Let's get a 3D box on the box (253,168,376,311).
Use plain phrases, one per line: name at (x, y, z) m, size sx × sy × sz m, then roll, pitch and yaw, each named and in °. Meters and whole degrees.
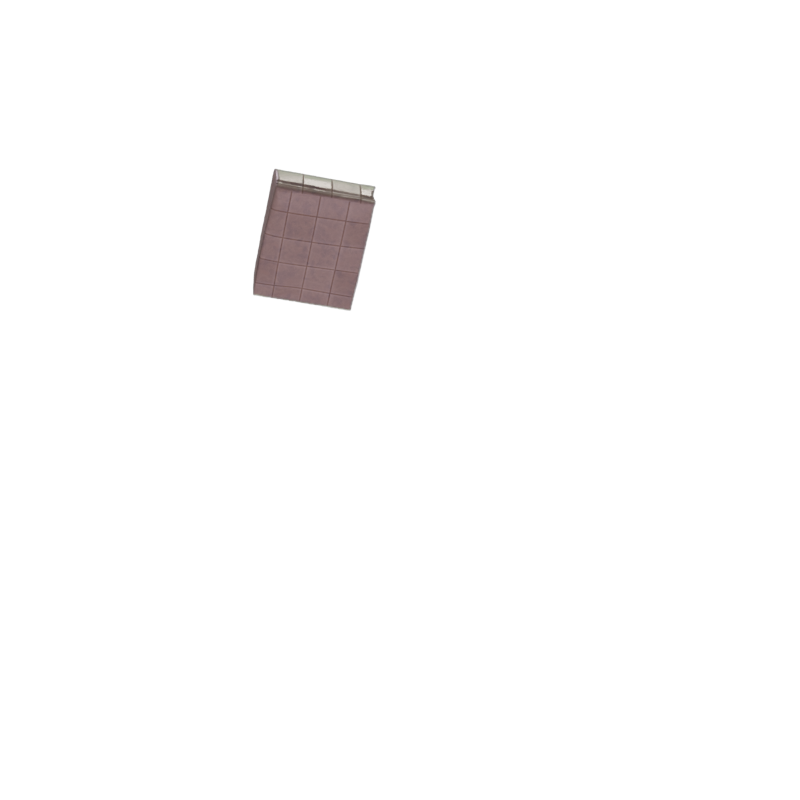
box at (-0.075, -0.137, 0.961) m, size 0.089 × 0.108 × 0.041 m, roll 10°, pitch 33°, yaw -7°
